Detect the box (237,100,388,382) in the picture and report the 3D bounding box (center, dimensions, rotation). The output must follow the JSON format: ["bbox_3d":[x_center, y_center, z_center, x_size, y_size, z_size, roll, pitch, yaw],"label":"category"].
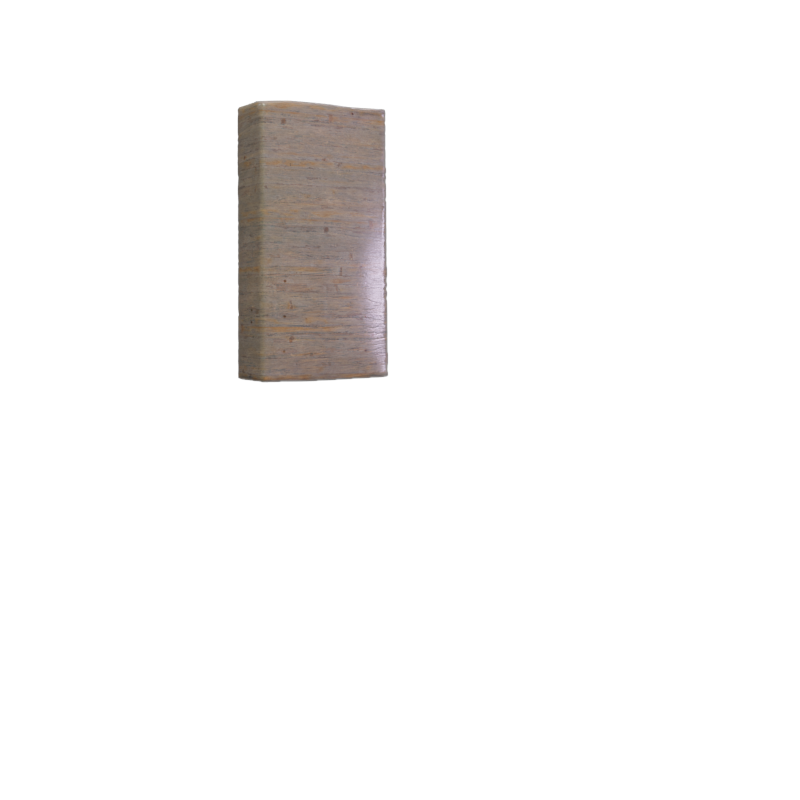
[{"bbox_3d":[-0.056,-0.102,0.717,0.090,0.176,0.050,-1,0,-29],"label":"box"}]
